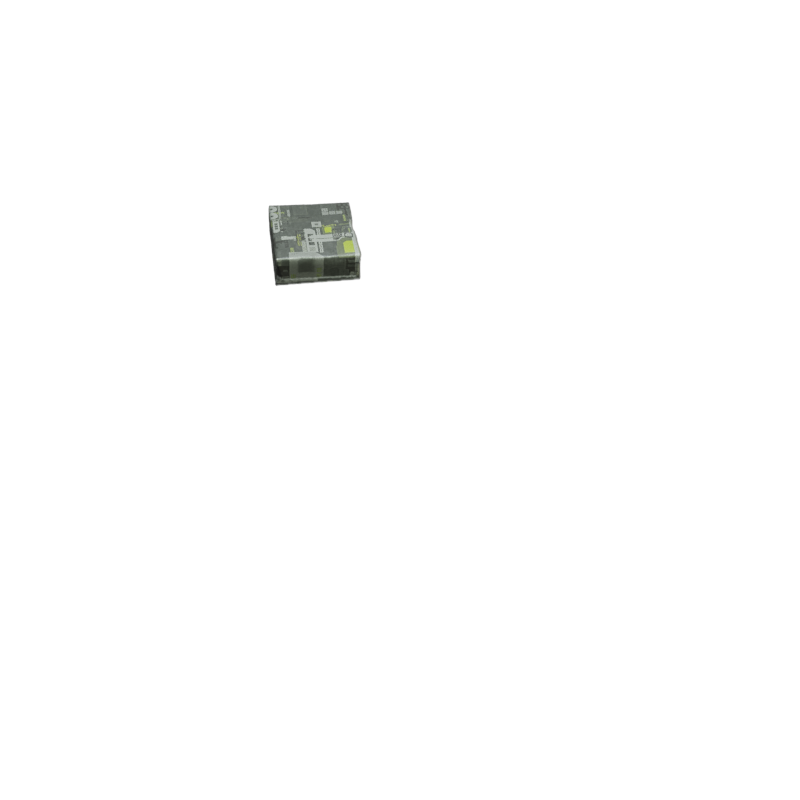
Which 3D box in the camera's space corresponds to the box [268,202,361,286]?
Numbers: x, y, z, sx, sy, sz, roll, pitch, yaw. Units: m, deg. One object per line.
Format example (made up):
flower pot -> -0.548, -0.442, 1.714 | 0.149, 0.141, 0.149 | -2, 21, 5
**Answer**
box -> -0.075, -0.137, 0.960 | 0.073, 0.028, 0.096 | -4, 38, -6
